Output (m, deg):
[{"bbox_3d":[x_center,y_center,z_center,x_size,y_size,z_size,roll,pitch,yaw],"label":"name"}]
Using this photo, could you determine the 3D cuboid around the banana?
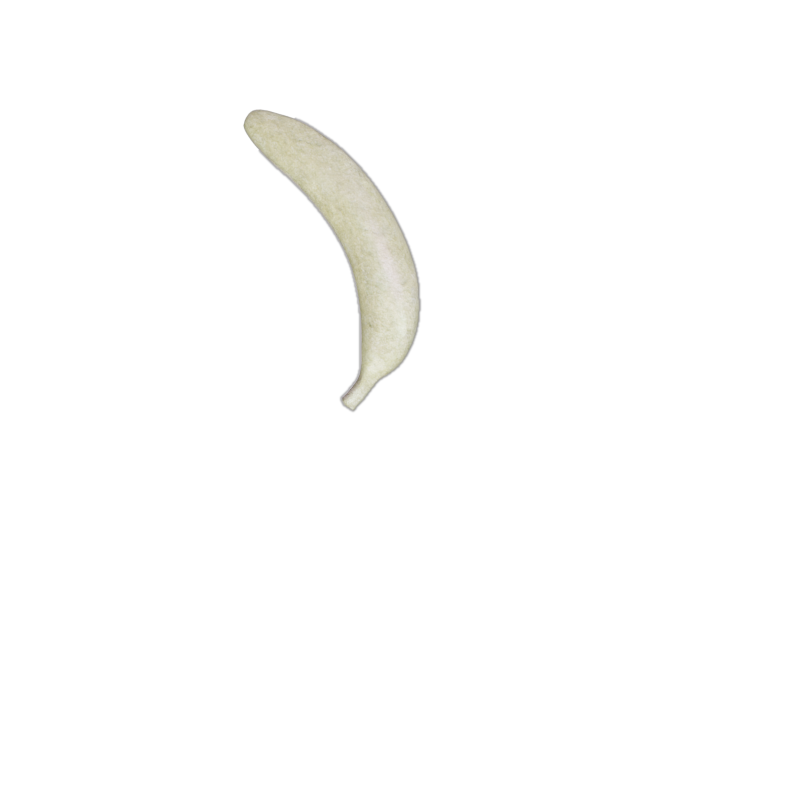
[{"bbox_3d":[-0.034,-0.098,0.672,0.069,0.206,0.035,-19,-15,-6],"label":"banana"}]
